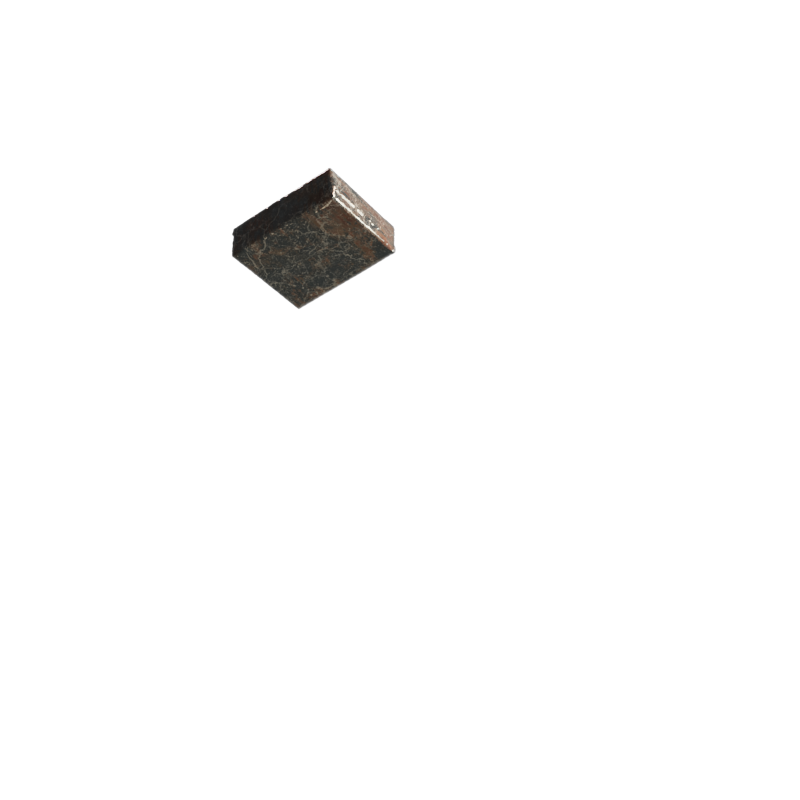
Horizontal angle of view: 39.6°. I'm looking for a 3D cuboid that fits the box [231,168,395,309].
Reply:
[{"bbox_3d":[-0.075,-0.136,0.951,0.113,0.042,0.084,-26,-46,28],"label":"box"}]
